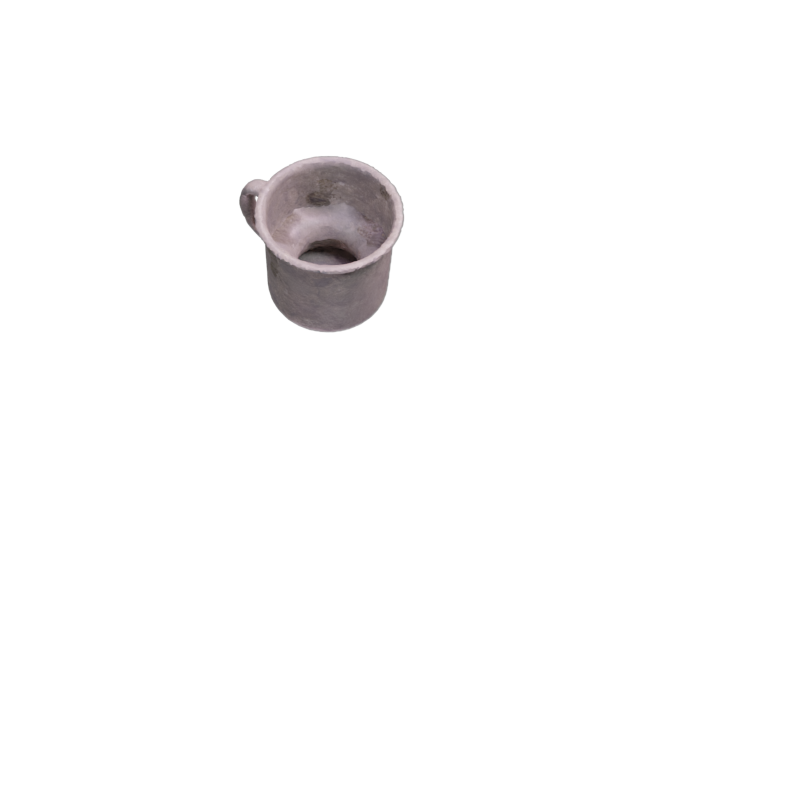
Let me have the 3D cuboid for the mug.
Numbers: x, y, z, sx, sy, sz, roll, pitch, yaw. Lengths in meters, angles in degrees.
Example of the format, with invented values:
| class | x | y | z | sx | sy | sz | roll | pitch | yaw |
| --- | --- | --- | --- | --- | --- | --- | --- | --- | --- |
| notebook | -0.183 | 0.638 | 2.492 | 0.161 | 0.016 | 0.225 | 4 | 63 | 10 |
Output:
| class | x | y | z | sx | sy | sz | roll | pitch | yaw |
| --- | --- | --- | --- | --- | --- | --- | --- | --- | --- |
| mug | -0.057 | -0.103 | 0.723 | 0.122 | 0.096 | 0.076 | 29 | -30 | 17 |
